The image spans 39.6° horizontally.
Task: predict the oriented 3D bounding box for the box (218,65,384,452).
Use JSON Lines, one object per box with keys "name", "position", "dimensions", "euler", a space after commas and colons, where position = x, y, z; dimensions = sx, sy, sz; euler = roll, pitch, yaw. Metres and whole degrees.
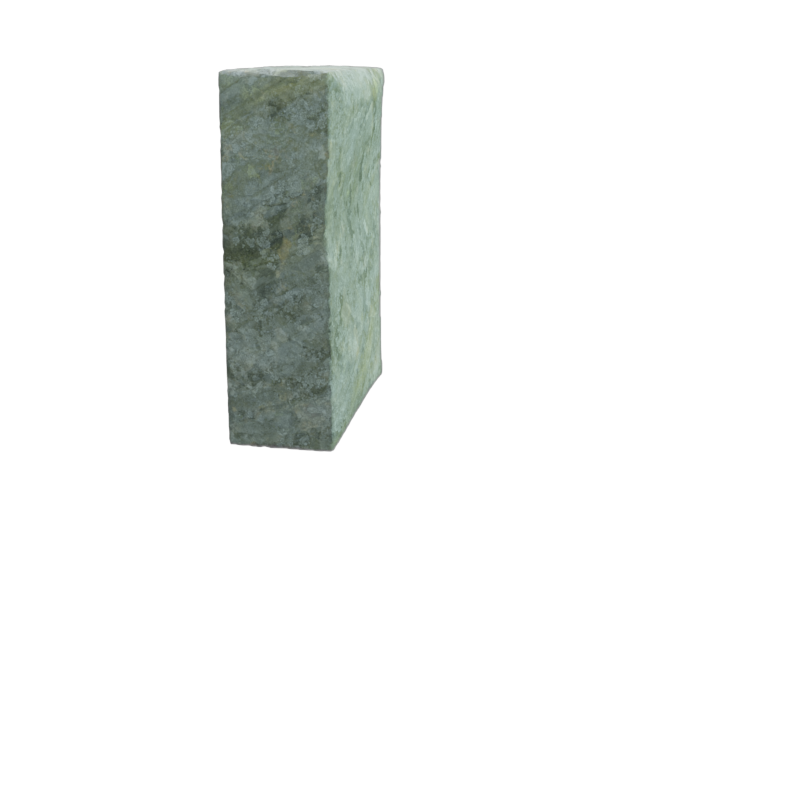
{"name": "box", "position": [-0.054, -0.098, 0.685], "dimensions": [0.073, 0.208, 0.166], "euler": [3, 13, 9]}
